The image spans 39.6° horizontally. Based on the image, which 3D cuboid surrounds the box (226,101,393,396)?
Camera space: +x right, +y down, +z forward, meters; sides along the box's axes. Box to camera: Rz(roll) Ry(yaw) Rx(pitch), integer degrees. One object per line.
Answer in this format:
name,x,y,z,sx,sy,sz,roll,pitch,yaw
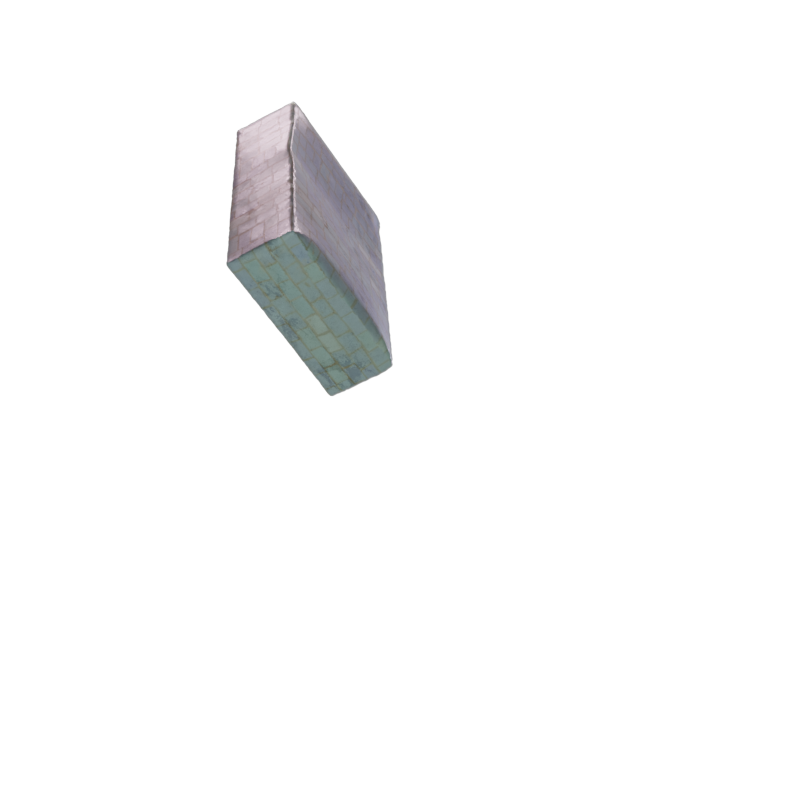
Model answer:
box,-0.075,-0.137,0.963,0.072,0.153,0.229,-26,36,17
